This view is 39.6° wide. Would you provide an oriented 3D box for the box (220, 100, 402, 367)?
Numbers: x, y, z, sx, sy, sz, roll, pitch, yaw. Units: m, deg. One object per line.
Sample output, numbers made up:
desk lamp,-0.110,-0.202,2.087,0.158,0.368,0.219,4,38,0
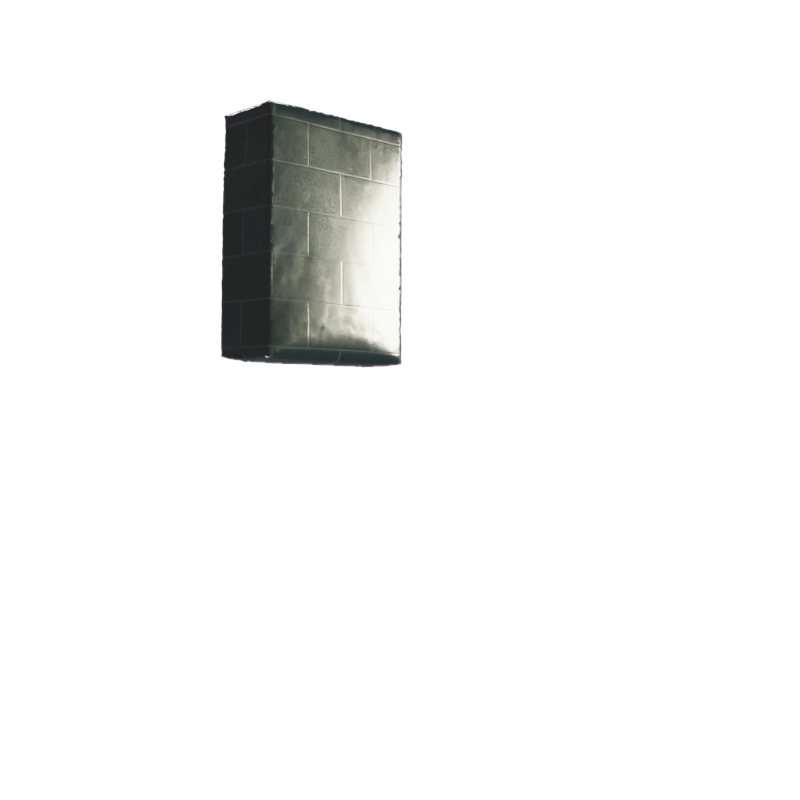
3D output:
box,-0.076,-0.138,0.970,0.074,0.218,0.157,-8,-10,44
